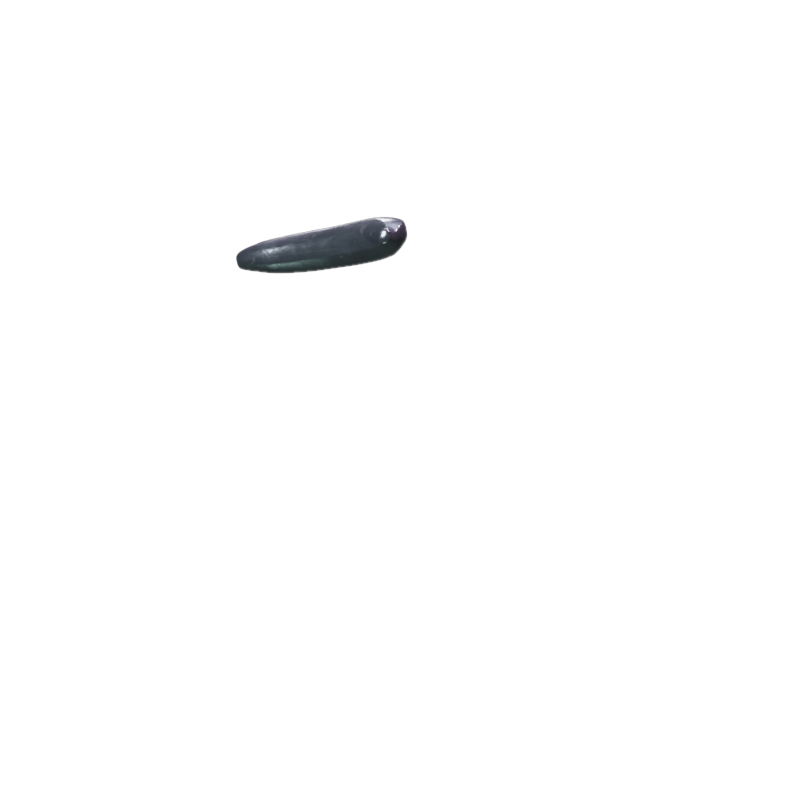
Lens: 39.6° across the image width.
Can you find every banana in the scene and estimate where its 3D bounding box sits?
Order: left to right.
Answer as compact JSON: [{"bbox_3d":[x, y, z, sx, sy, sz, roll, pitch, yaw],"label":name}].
[{"bbox_3d":[-0.060,-0.137,0.972,0.066,0.037,0.203,5,-6,-44],"label":"banana"}]
